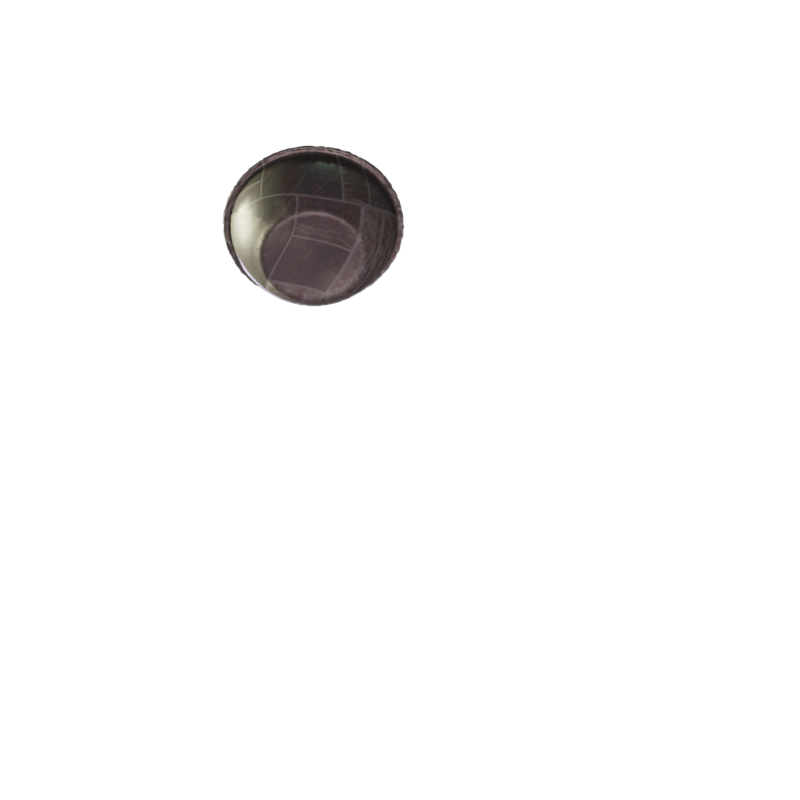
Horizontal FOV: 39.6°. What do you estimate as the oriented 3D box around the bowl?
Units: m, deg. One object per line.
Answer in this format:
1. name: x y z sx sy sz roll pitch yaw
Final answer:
1. bowl: -0.076 -0.138 0.965 0.162 0.152 0.059 1 33 -1
